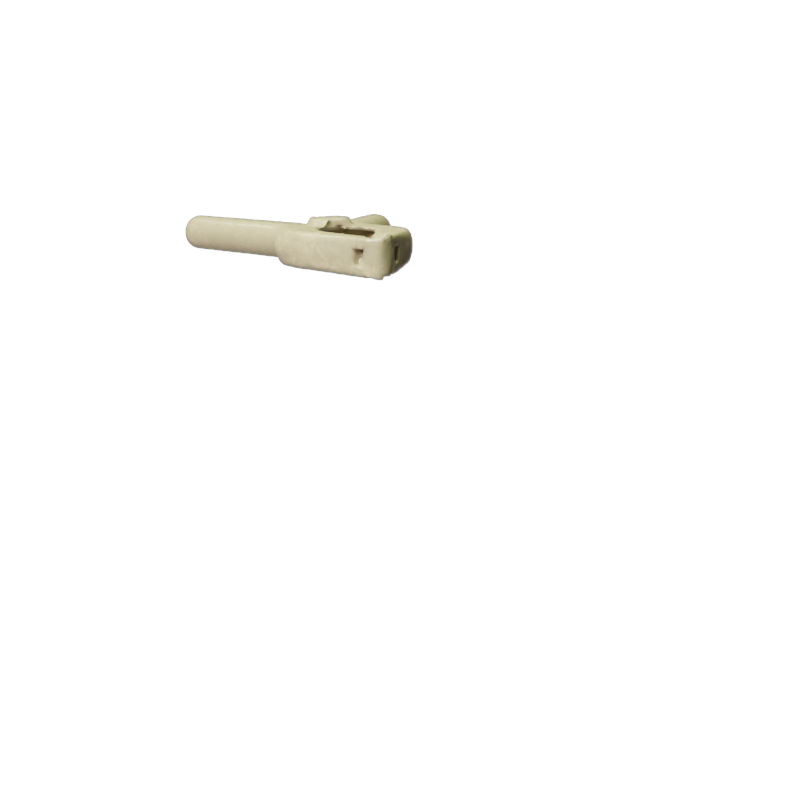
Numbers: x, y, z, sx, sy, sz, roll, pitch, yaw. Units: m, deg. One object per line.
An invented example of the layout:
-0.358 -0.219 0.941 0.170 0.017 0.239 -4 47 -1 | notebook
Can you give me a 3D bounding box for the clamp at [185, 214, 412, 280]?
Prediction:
-0.061 -0.112 0.782 0.162 0.036 0.218 -4 14 -14 | clamp
